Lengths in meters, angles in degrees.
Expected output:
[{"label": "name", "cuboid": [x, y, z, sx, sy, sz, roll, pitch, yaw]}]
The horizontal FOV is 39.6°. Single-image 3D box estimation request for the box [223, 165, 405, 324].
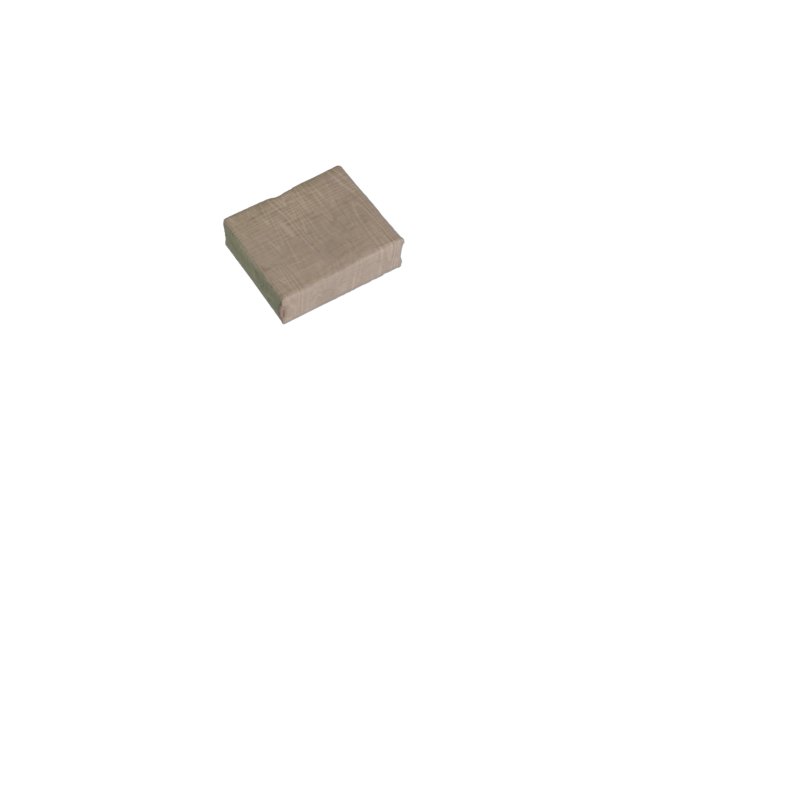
[{"label": "box", "cuboid": [-0.054, -0.098, 0.686, 0.089, 0.078, 0.028, -28, -30, -18]}]
